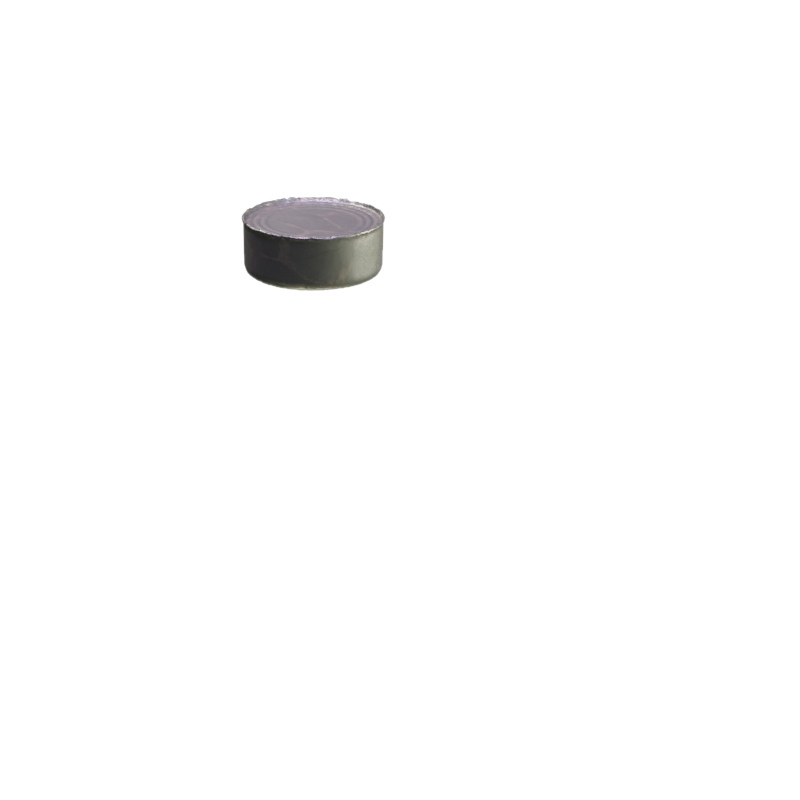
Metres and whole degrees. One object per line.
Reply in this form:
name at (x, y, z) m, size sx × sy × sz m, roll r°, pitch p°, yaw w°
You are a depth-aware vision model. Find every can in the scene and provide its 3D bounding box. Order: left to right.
can at (-0.052, -0.096, 0.670) m, size 0.086 × 0.032 × 0.090 m, roll -1°, pitch 24°, yaw -2°
